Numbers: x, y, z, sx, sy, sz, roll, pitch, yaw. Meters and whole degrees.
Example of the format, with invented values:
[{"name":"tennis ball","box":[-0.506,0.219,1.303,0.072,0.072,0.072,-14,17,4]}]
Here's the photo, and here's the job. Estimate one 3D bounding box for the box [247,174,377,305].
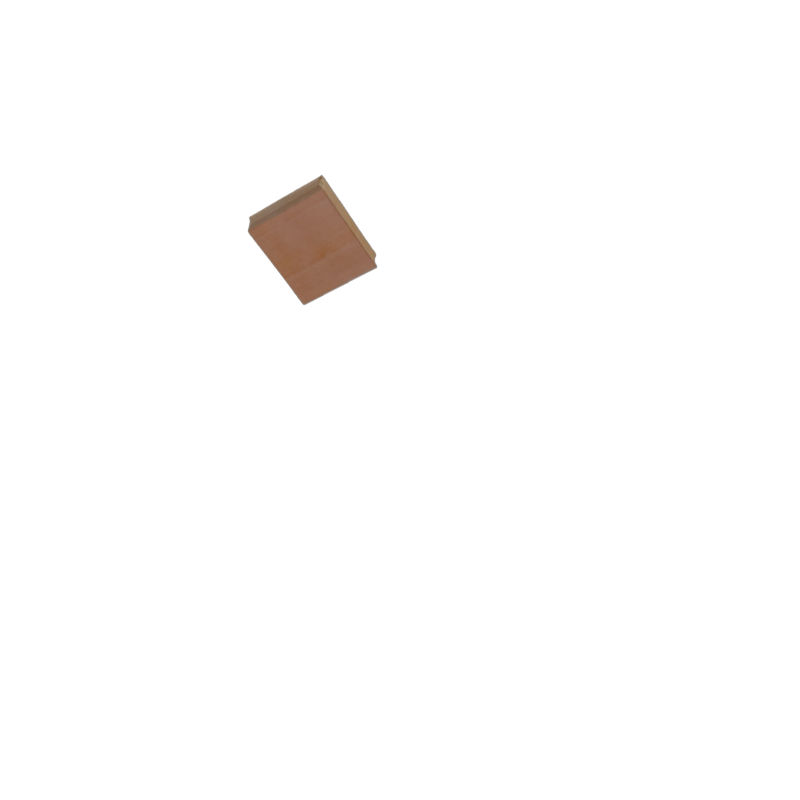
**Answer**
[{"name":"box","box":[-0.072,-0.131,0.919,0.073,0.084,0.032,-28,28,16]}]
